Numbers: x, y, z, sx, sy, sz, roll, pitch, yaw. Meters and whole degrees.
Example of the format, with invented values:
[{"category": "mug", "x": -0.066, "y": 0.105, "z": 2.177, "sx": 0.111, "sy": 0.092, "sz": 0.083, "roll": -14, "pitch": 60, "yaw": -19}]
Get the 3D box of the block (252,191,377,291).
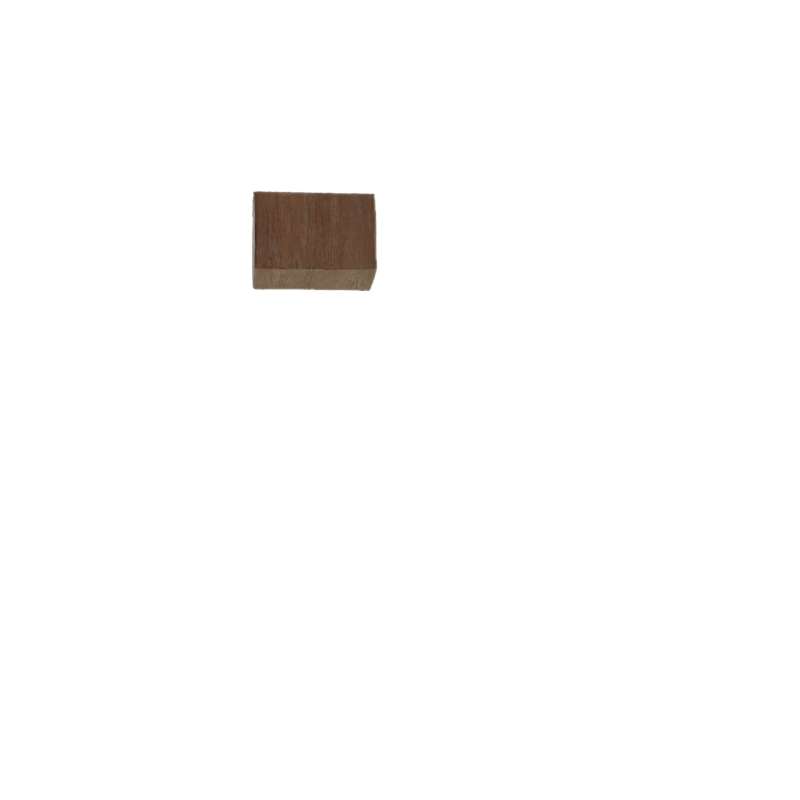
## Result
[{"category": "block", "x": -0.055, "y": -0.100, "z": 0.701, "sx": 0.077, "sy": 0.053, "sz": 0.051, "roll": 1, "pitch": -13, "yaw": -5}]
